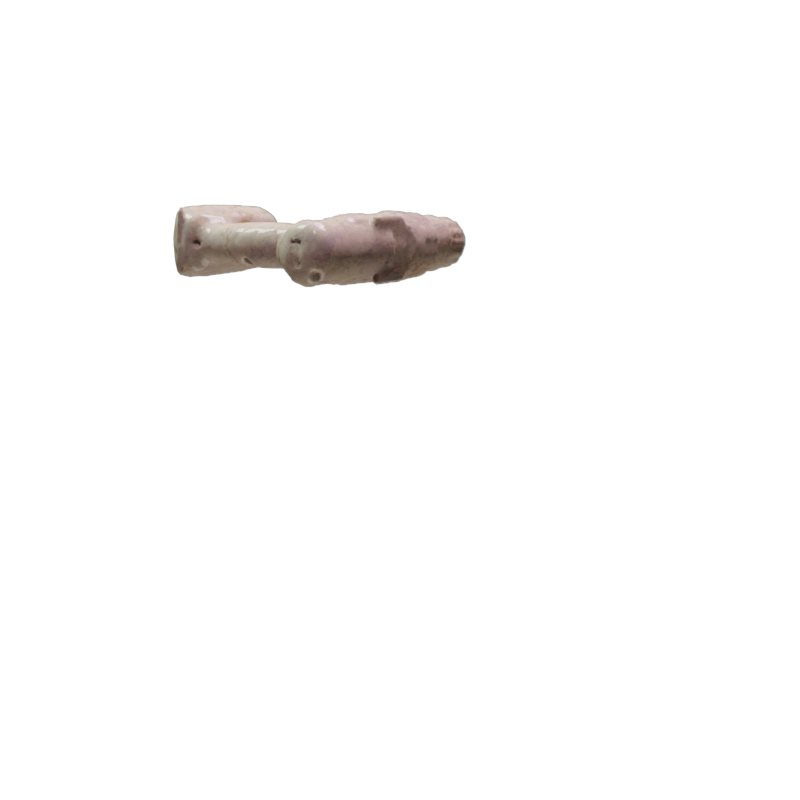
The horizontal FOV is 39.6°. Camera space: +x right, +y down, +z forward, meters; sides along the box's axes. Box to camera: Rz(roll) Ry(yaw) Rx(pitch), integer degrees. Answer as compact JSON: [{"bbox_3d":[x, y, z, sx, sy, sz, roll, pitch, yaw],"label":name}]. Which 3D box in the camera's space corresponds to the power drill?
[{"bbox_3d":[-0.067,-0.121,0.850,0.196,0.057,0.179,7,11,39],"label":"power drill"}]
